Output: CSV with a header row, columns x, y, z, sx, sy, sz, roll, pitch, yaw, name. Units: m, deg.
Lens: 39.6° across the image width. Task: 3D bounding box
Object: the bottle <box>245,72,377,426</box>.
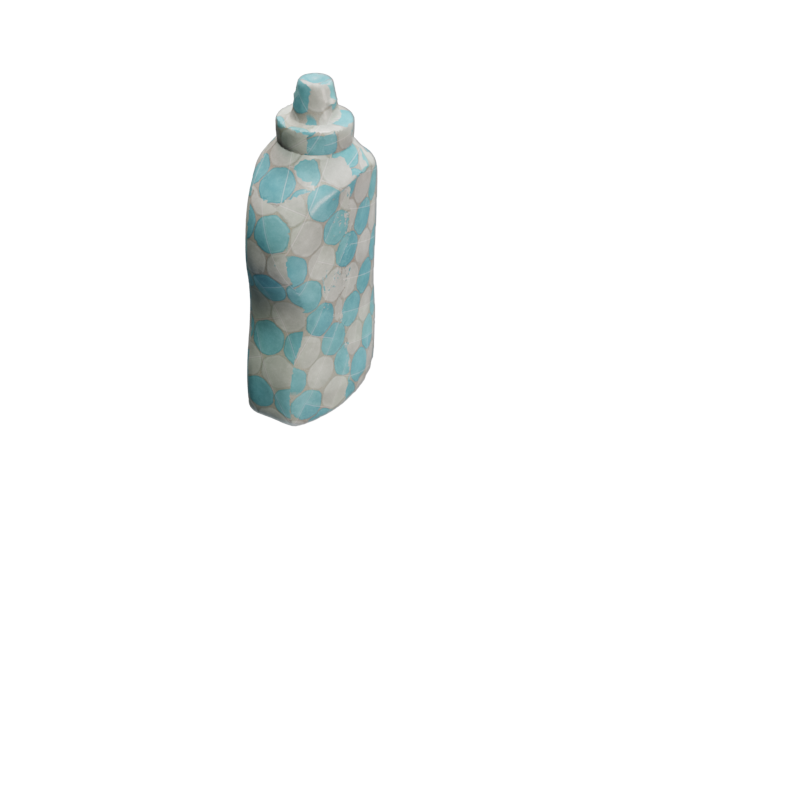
x,y,z,sx,sy,sz,roll,pitch,yaw,name
-0.047,-0.087,0.607,0.061,0.180,0.098,19,37,24,bottle
